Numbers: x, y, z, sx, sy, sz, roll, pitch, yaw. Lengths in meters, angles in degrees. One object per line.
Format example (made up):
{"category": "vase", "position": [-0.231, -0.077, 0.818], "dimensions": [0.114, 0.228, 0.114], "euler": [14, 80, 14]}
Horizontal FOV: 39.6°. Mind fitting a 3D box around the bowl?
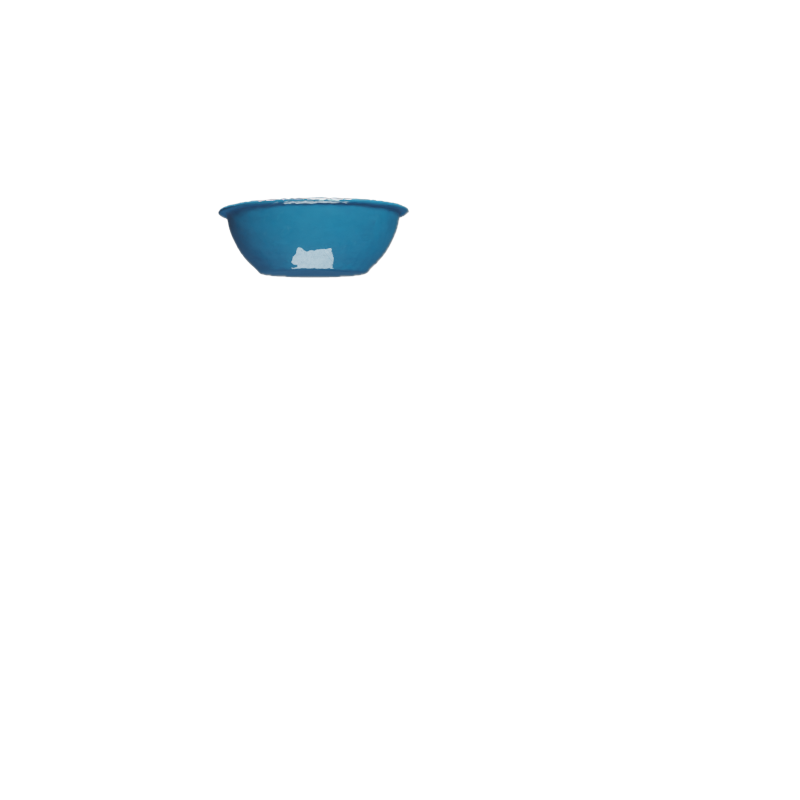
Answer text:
{"category": "bowl", "position": [-0.074, -0.134, 0.941], "dimensions": [0.162, 0.055, 0.162], "euler": [0, 1, -2]}
